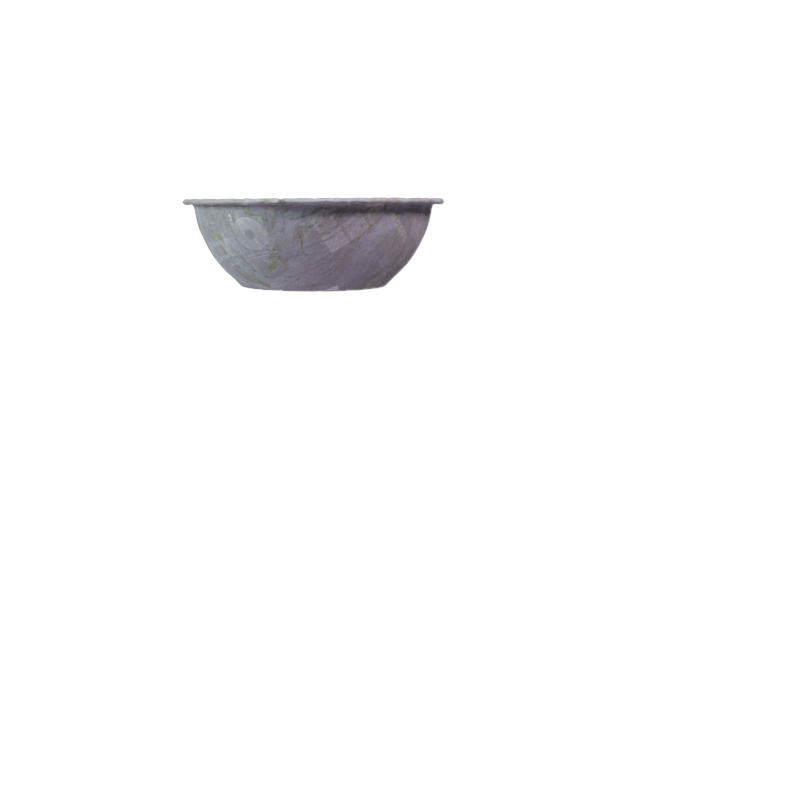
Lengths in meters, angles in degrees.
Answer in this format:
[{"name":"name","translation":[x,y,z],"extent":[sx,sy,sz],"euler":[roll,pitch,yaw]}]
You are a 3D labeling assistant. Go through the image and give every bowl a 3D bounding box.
[{"name":"bowl","translation":[-0.054,-0.098,0.689],"extent":[0.162,0.054,0.165],"euler":[0,10,-2]}]
